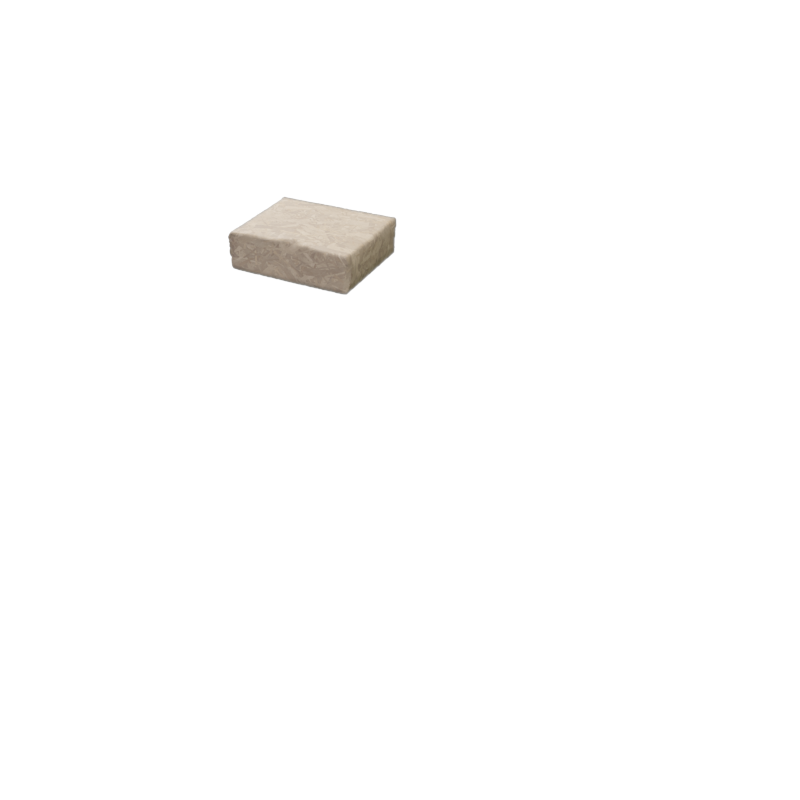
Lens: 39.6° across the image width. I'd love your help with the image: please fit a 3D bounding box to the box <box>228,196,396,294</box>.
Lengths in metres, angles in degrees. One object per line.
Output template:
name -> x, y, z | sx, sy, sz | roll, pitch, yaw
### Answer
box -> -0.058, -0.105, 0.737 | 0.093, 0.028, 0.074 | 14, 32, 23
